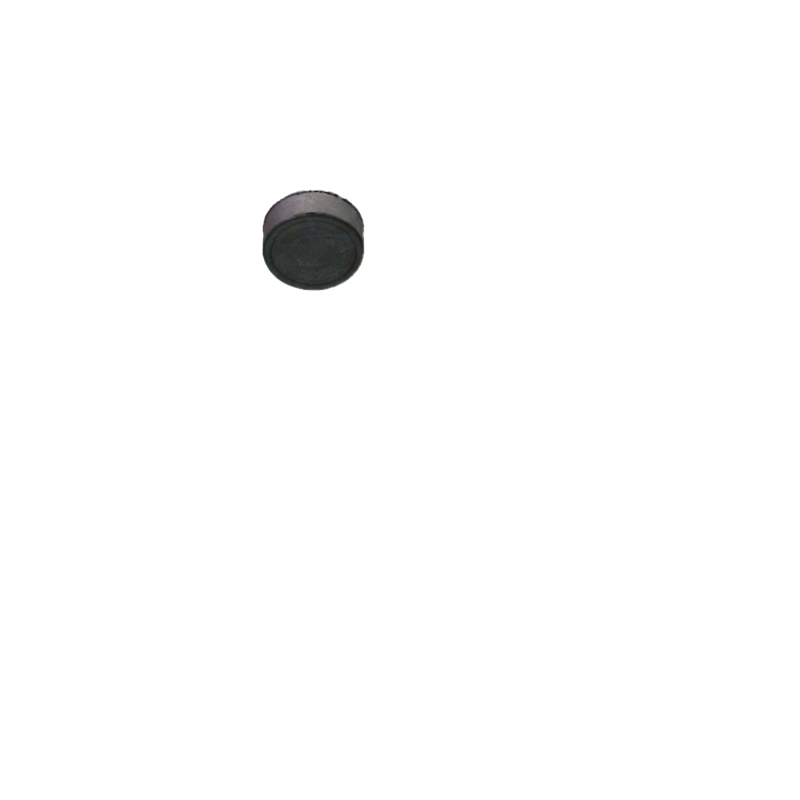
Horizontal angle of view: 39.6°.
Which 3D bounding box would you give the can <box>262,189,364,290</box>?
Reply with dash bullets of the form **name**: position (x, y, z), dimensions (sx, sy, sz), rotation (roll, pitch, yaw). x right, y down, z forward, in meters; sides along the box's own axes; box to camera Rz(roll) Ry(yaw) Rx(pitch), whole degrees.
- **can**: position (-0.072, -0.132, 0.924), dimensions (0.086, 0.036, 0.080), rotation (1, -45, -1)
